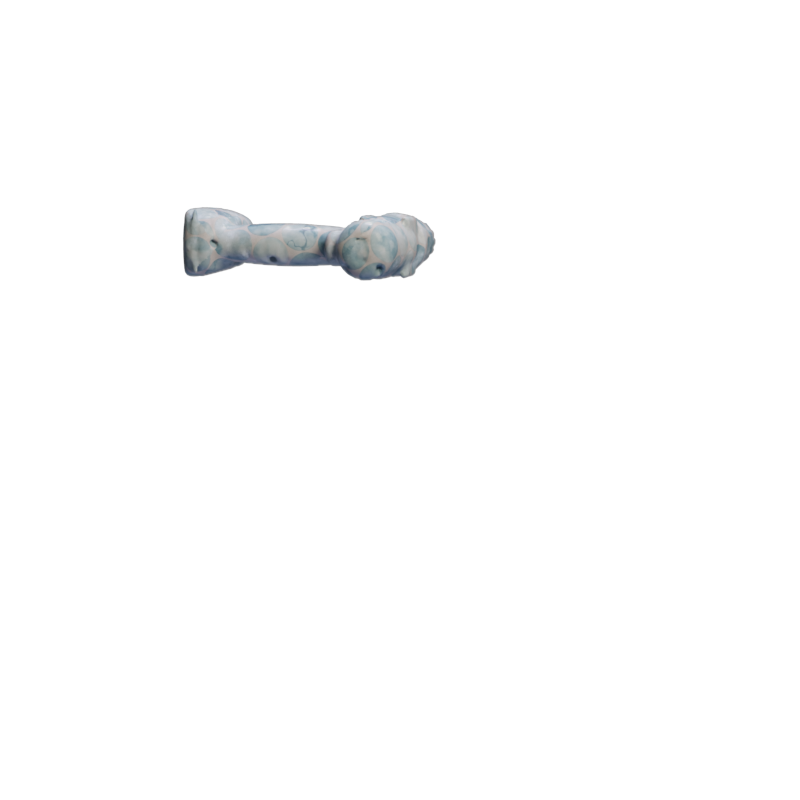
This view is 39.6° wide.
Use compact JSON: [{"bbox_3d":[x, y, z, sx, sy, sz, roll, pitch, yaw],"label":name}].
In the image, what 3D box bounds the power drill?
[{"bbox_3d":[-0.072,-0.132,0.922,0.192,0.057,0.182,2,8,16],"label":"power drill"}]
